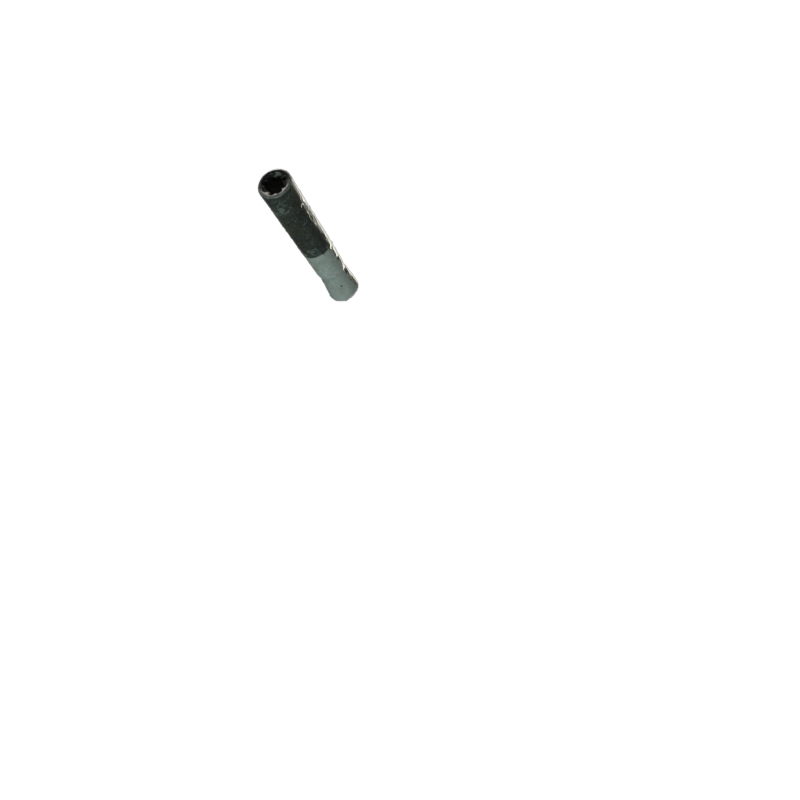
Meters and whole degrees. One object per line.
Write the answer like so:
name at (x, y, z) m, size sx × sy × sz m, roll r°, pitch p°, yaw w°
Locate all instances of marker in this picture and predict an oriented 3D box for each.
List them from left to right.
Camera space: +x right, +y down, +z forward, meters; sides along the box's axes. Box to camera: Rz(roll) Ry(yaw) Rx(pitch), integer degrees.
marker at (-0.048, -0.088, 0.615) m, size 0.020 × 0.021 × 0.112 m, roll 2°, pitch -24°, yaw 20°
